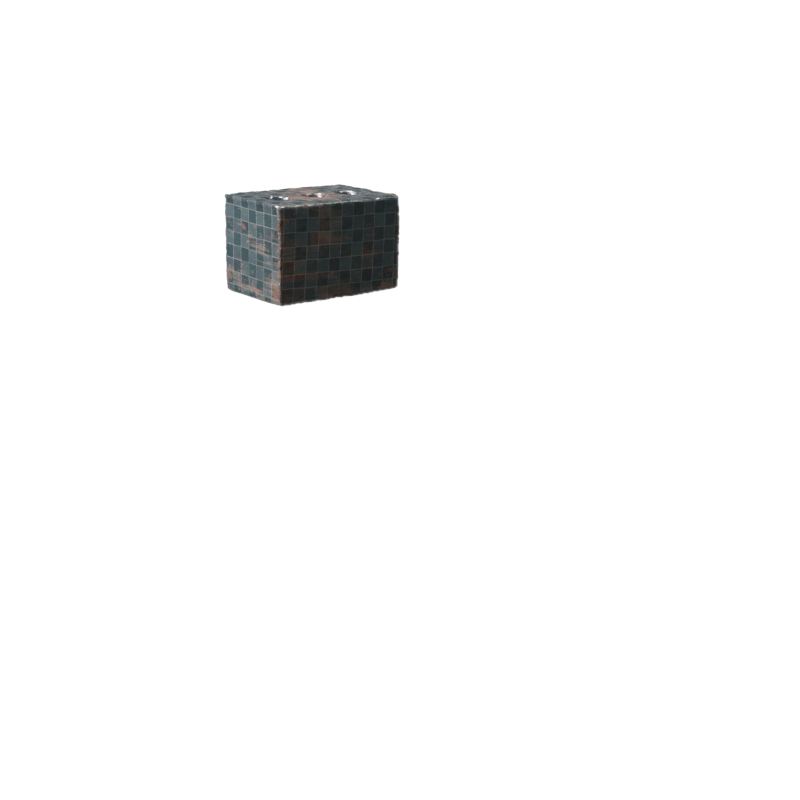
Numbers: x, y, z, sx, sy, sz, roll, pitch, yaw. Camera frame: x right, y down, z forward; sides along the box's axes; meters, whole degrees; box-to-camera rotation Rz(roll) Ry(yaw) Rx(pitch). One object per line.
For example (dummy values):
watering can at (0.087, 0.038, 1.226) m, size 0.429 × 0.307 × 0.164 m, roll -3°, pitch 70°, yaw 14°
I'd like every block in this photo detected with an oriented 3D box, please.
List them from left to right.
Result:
block at (-0.045, -0.083, 0.580) m, size 0.076 × 0.050 × 0.056 m, roll -11°, pitch 18°, yaw -37°
